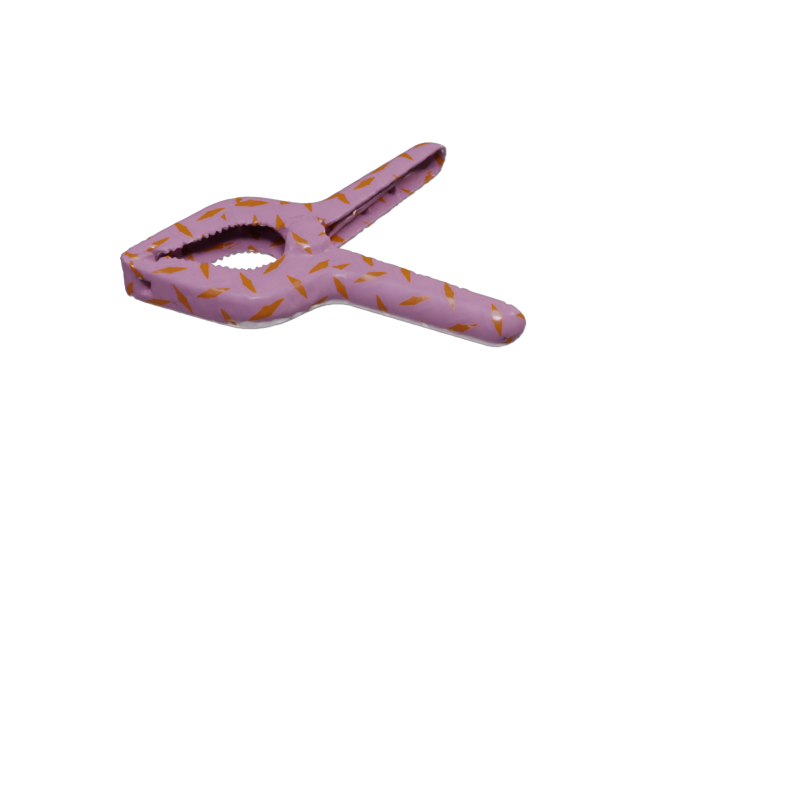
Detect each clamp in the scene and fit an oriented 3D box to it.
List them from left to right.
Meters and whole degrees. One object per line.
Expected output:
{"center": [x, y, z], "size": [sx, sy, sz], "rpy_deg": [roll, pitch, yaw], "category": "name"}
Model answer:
{"center": [-0.049, -0.089, 0.622], "size": [0.209, 0.034, 0.177], "rpy_deg": [-3, 44, -4], "category": "clamp"}
